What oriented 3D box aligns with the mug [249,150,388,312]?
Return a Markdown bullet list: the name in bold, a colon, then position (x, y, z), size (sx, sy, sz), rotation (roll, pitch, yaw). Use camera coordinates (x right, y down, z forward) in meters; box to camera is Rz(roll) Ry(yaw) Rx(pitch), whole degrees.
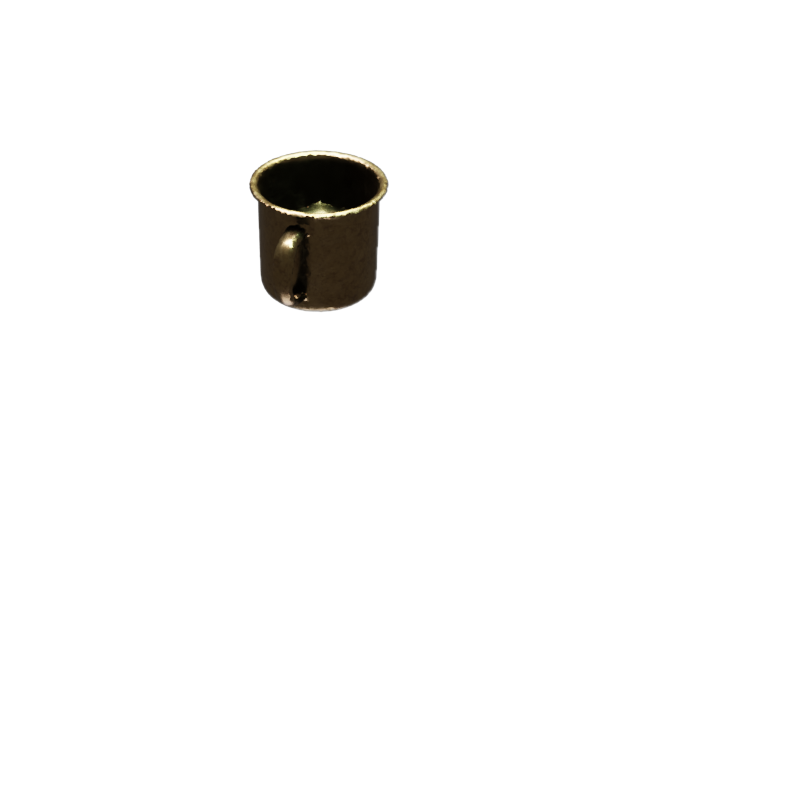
- **mug**: position (-0.059, -0.107, 0.751), size (0.095, 0.076, 0.122), rotation (10, 37, 12)
